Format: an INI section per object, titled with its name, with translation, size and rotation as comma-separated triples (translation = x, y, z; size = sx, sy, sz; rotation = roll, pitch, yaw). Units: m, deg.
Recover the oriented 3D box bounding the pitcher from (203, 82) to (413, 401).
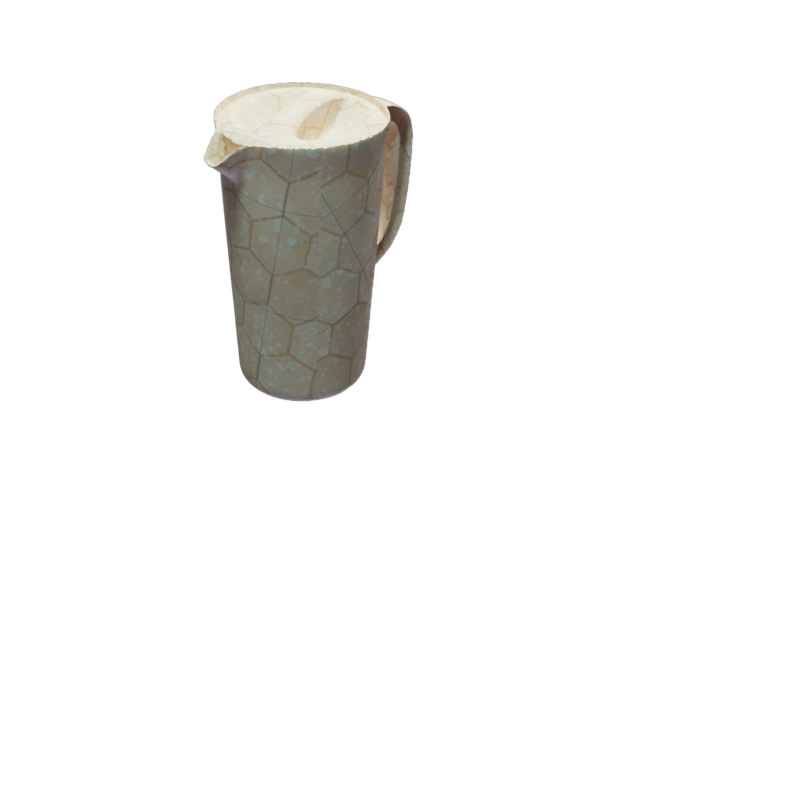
[pitcher]
translation = -0.070, -0.128, 0.895
size = 0.150, 0.228, 0.153
rotation = 4, 33, 3
